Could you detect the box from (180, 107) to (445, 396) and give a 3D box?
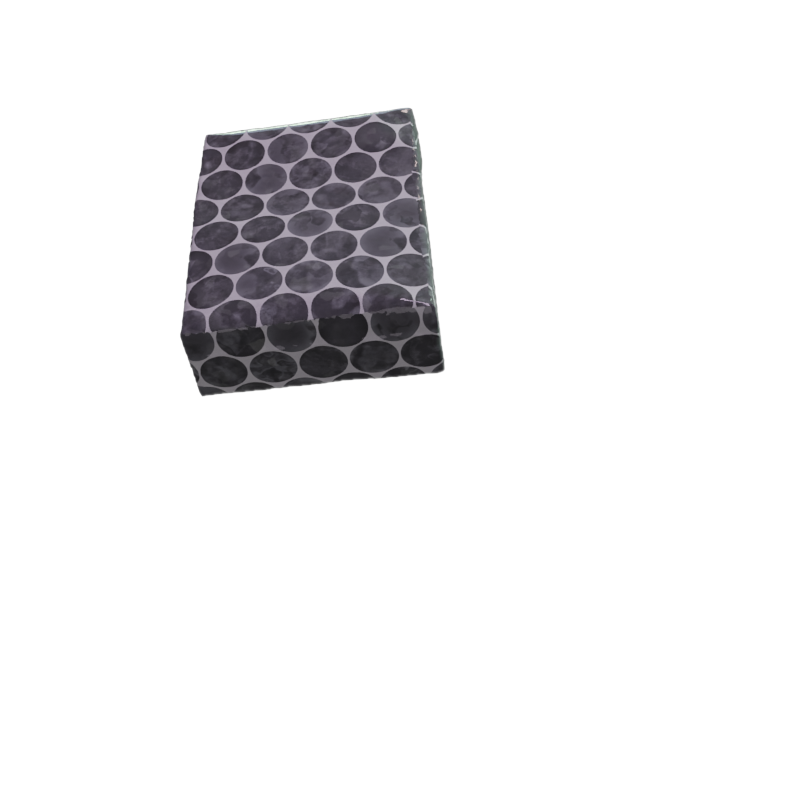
[{"bbox_3d":[-0.061,-0.111,0.780,0.165,0.230,0.066,-7,-43,4],"label":"box"}]
